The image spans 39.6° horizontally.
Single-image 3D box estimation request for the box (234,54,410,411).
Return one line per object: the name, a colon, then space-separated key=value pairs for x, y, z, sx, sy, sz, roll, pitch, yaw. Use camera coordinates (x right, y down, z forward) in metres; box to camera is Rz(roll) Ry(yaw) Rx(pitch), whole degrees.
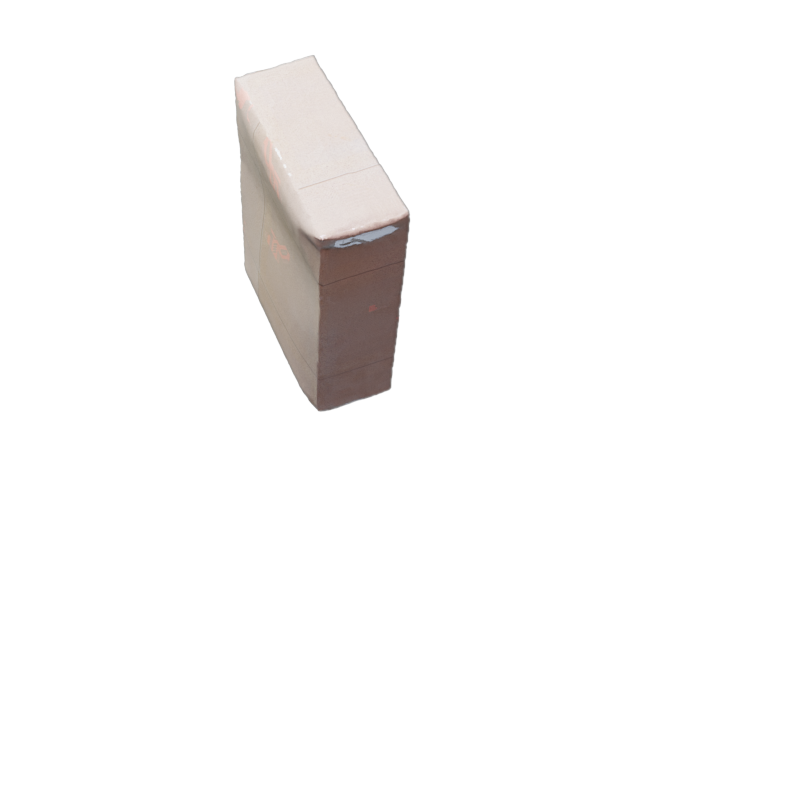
box: x=-0.064 y=-0.117 z=0.817 sx=0.071 sy=0.177 sz=0.200 roll=-18 pitch=-32 yaw=-16
